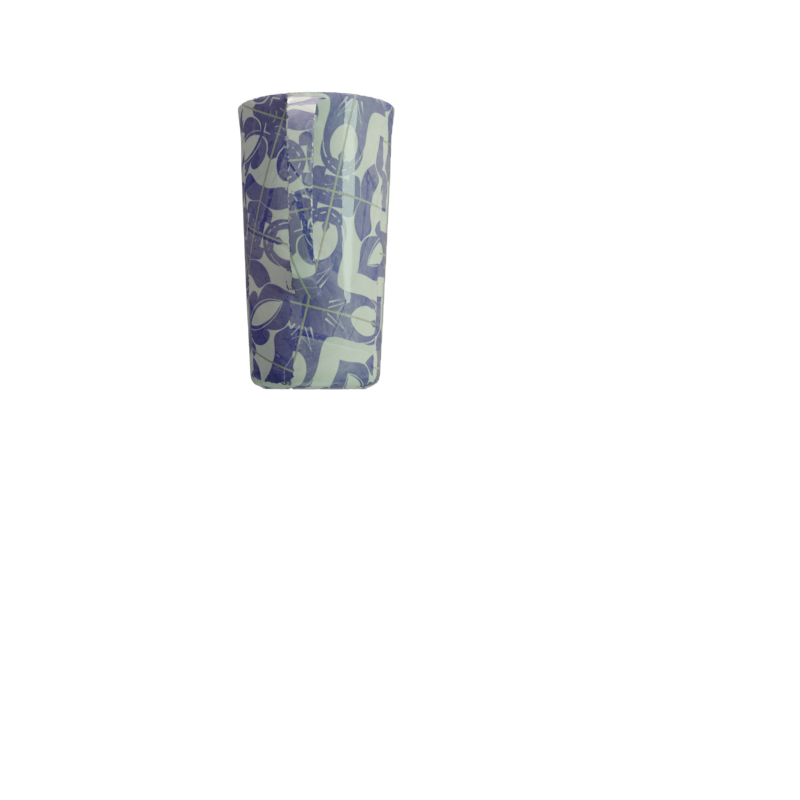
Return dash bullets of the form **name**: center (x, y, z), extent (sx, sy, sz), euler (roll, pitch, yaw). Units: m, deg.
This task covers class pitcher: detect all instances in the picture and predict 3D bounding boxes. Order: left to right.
- **pitcher**: center (-0.072, -0.132, 0.921), extent (0.143, 0.247, 0.149), euler (4, -6, -42)
